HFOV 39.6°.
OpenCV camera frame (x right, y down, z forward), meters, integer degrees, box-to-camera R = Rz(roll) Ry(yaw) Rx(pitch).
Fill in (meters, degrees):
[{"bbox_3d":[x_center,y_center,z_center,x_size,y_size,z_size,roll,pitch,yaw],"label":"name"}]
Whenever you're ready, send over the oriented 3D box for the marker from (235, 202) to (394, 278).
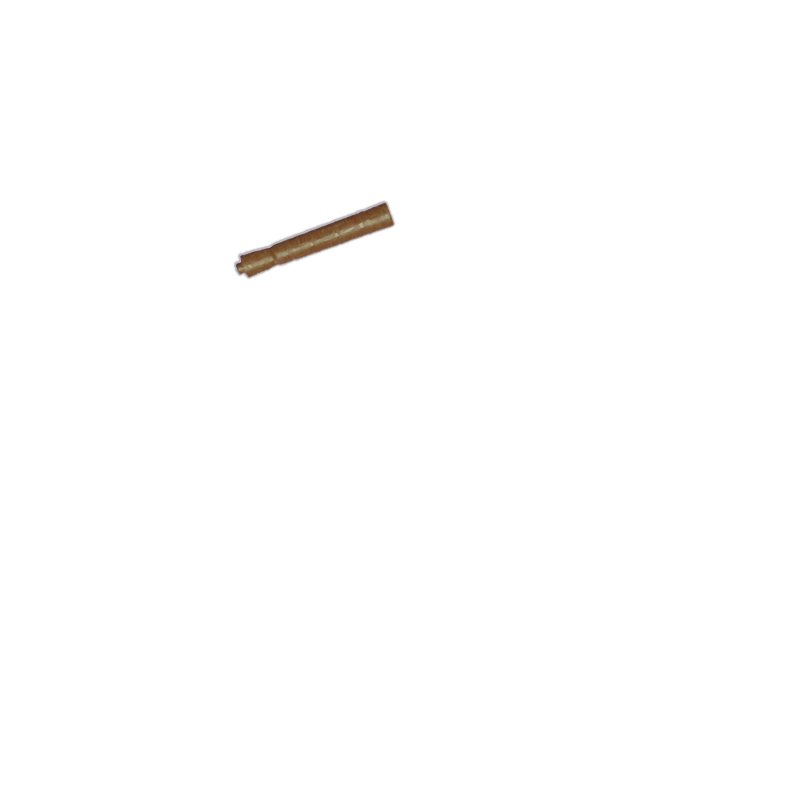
[{"bbox_3d":[-0.064,-0.117,0.818,0.121,0.020,0.020,-19,3,6],"label":"marker"}]
